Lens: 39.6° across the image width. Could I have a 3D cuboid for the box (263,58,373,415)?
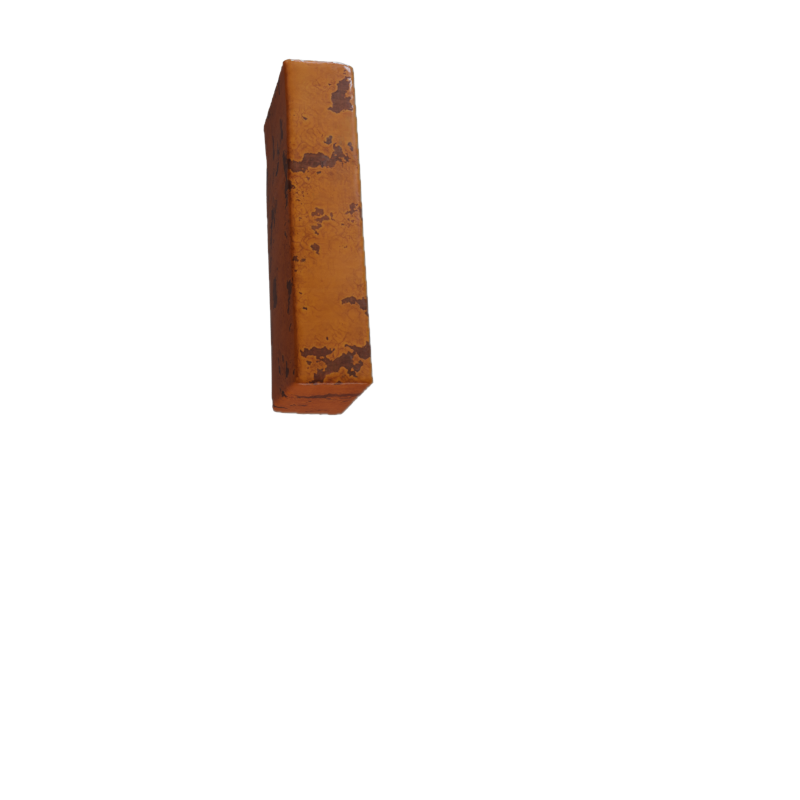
[{"bbox_3d":[-0.047,-0.086,0.604,0.047,0.184,0.091,3,-17,-13],"label":"box"}]
